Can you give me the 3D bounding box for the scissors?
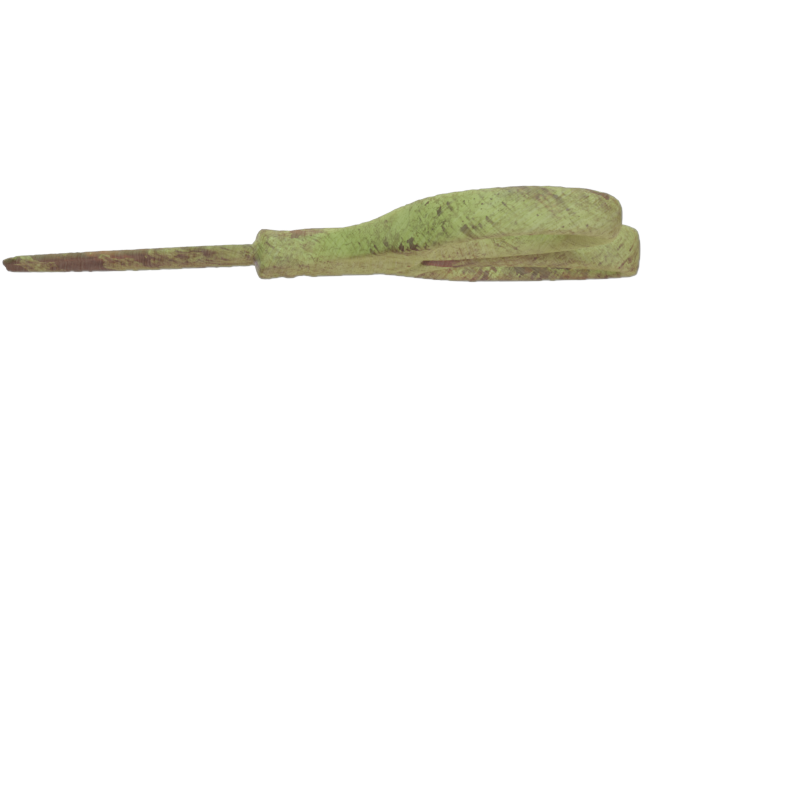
[{"bbox_3d":[-0.025,-0.046,0.325,0.201,0.016,0.095,0,-4,-3],"label":"scissors"}]
